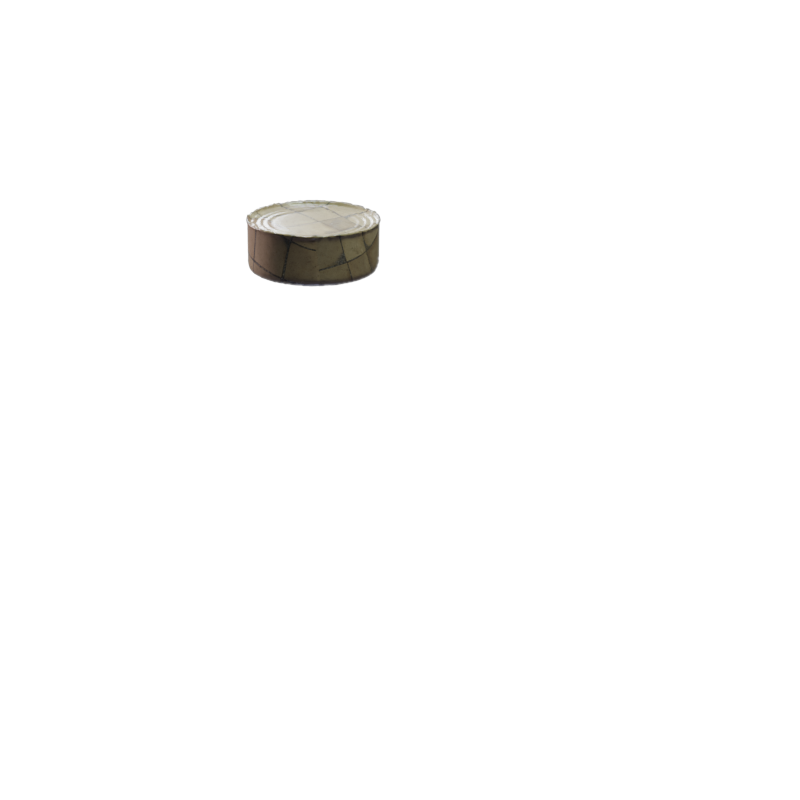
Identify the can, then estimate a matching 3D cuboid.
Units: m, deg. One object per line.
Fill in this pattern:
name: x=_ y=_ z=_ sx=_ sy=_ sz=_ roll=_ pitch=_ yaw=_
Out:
can: x=-0.056 y=-0.102 z=0.711 sx=0.086 sy=0.032 sz=0.090 roll=-1 pitch=23 yaw=-2
